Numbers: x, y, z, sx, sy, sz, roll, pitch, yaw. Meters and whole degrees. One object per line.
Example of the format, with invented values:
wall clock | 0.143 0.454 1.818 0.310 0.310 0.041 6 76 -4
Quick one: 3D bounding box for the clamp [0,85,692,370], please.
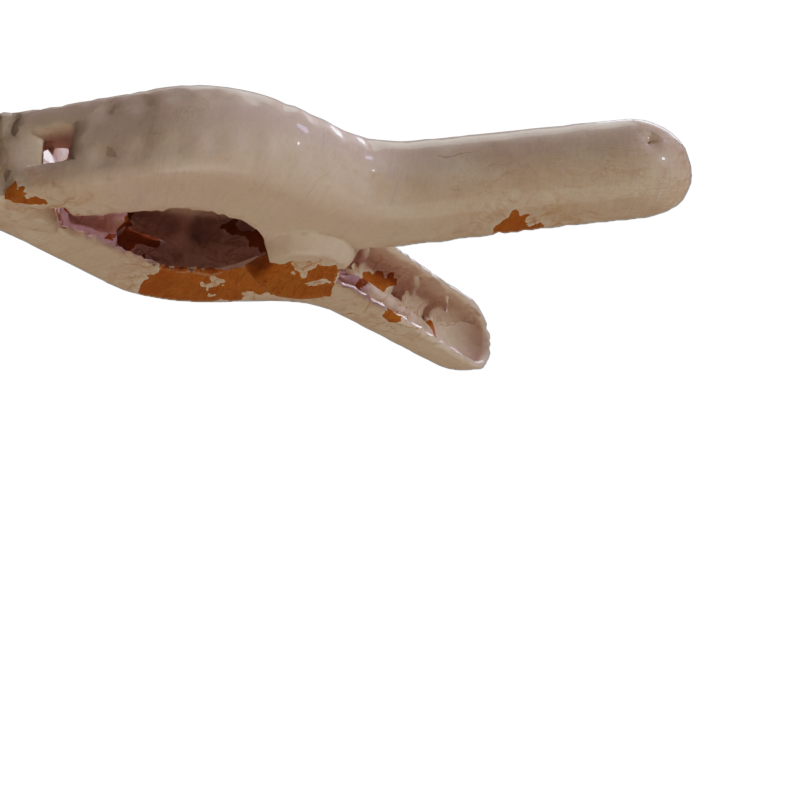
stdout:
clamp | -0.024 -0.043 0.304 0.169 0.042 0.114 6 -32 -10
